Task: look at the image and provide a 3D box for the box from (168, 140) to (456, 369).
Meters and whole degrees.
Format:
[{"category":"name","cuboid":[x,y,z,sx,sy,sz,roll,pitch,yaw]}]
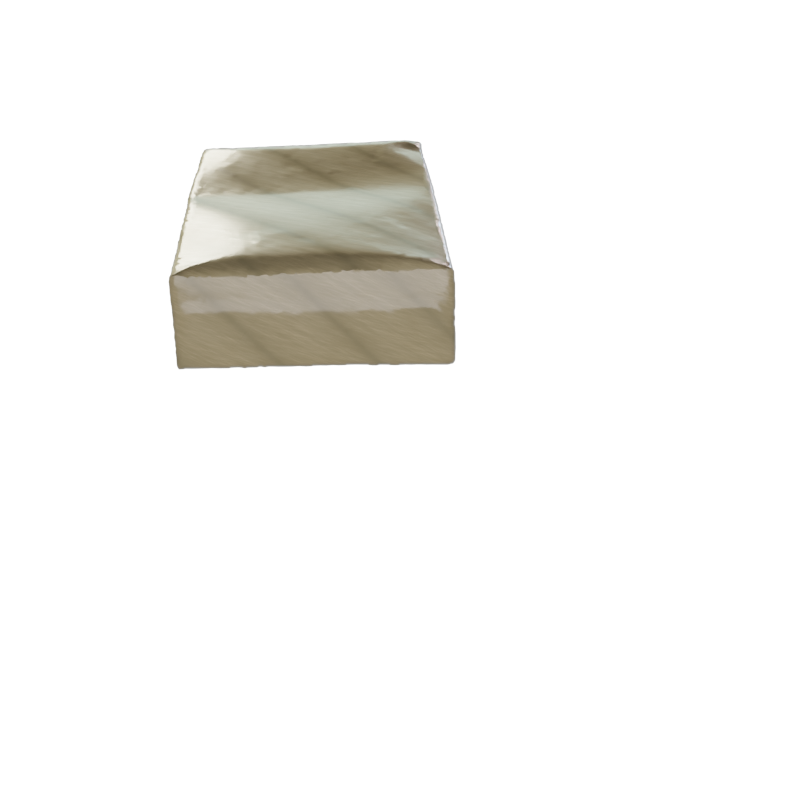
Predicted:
[{"category":"box","cuboid":[-0.057,-0.103,0.724,0.164,0.068,0.227,-2,31,-2]}]
